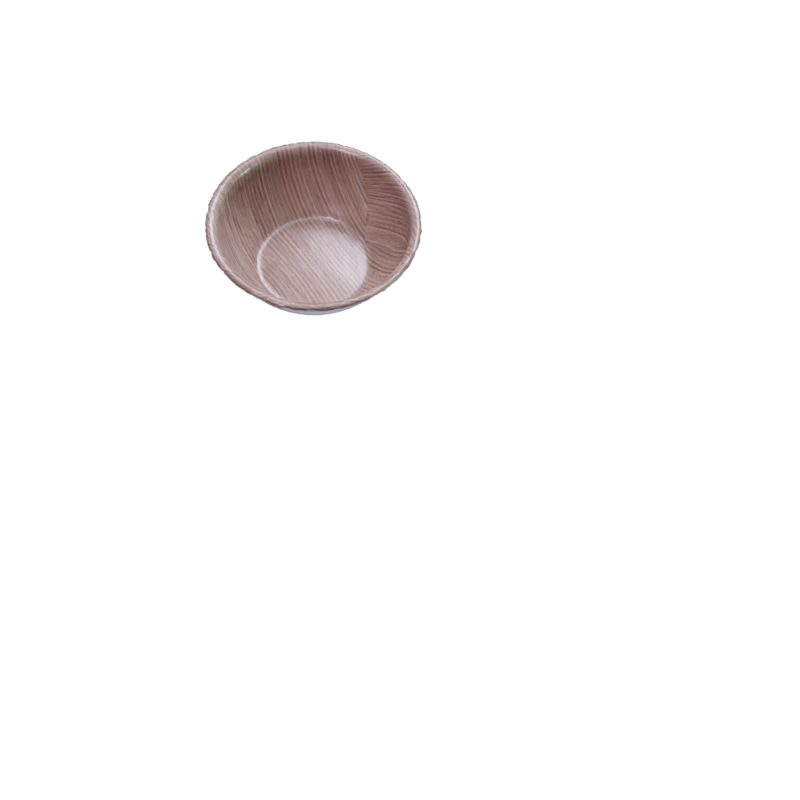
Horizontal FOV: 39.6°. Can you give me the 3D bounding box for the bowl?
[{"bbox_3d":[-0.066,-0.121,0.848,0.162,0.173,0.051,-1,-35,-1],"label":"bowl"}]
